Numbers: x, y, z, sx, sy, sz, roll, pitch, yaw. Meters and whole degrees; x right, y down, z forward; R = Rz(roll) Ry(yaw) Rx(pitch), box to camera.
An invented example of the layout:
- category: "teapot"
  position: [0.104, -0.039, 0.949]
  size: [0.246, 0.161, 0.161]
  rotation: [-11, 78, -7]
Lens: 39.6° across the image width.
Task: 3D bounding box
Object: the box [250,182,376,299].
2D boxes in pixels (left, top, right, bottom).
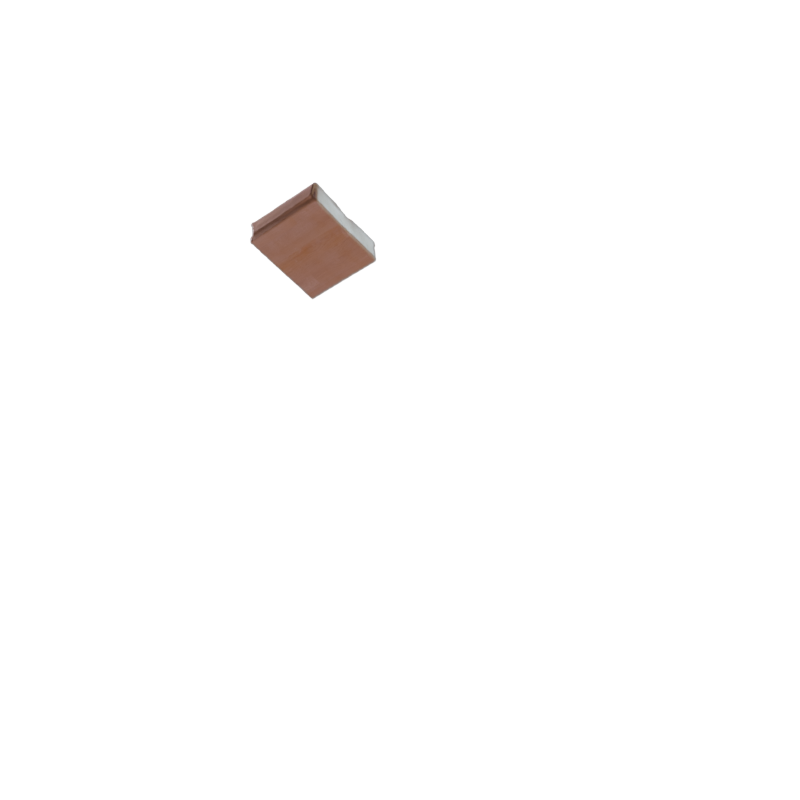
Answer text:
- category: "box"
  position: [-0.076, -0.139, 0.973]
  size: [0.073, 0.032, 0.083]
  rotation: [-31, -55, 24]
